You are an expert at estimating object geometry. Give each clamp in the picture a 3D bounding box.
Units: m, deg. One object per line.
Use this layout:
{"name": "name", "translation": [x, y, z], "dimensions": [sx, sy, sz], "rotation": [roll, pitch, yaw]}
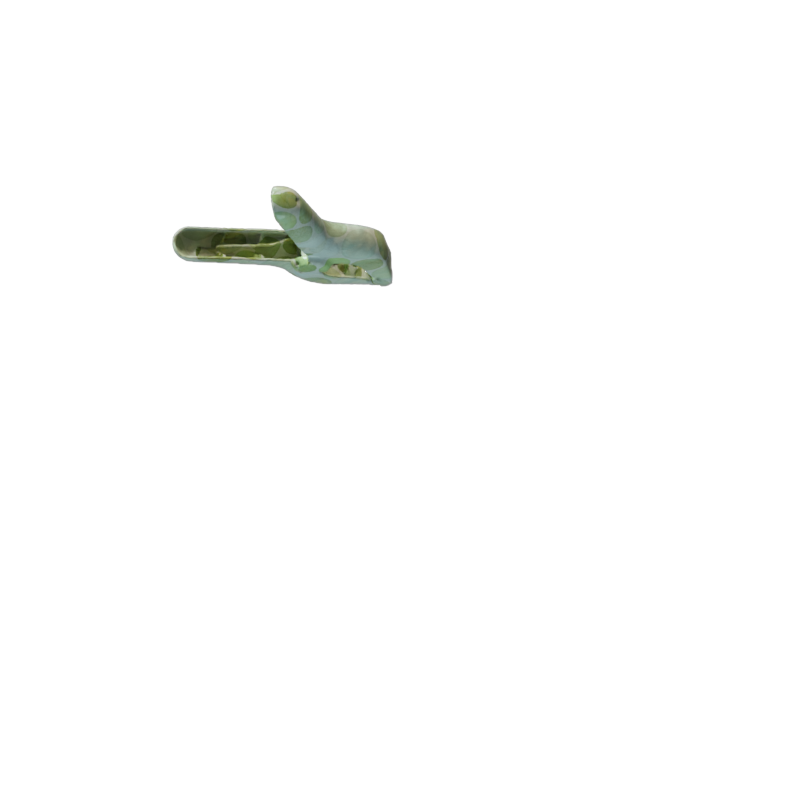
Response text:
{"name": "clamp", "translation": [-0.062, -0.113, 0.790], "dimensions": [0.164, 0.040, 0.123], "rotation": [4, -7, -36]}
